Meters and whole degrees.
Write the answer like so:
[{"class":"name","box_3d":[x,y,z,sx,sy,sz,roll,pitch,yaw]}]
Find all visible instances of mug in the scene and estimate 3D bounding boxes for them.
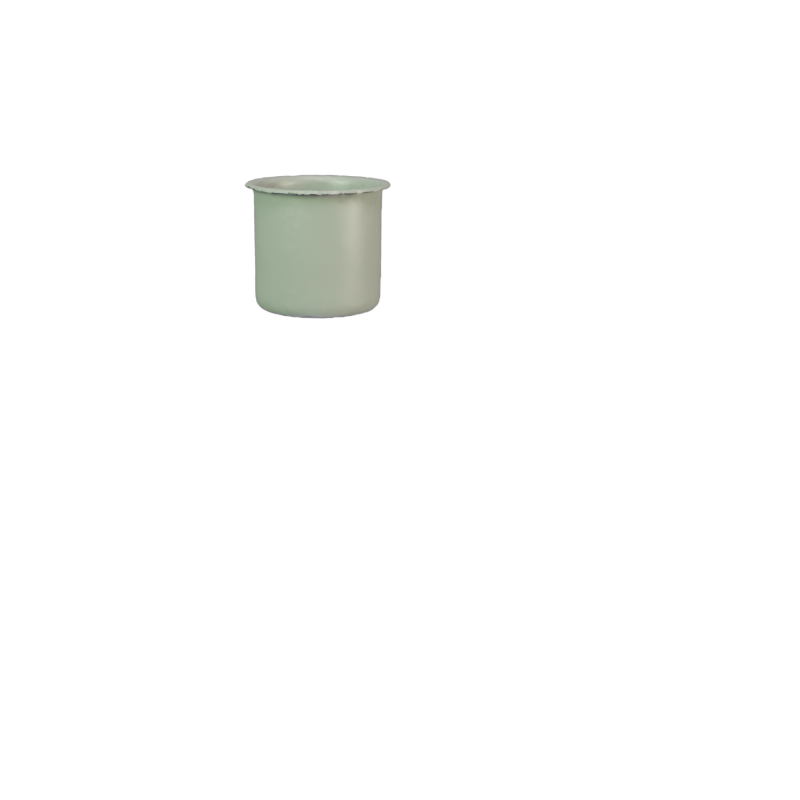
[{"class":"mug","box_3d":[-0.057,-0.104,0.726,0.091,0.079,0.123,-4,16,-17]}]
